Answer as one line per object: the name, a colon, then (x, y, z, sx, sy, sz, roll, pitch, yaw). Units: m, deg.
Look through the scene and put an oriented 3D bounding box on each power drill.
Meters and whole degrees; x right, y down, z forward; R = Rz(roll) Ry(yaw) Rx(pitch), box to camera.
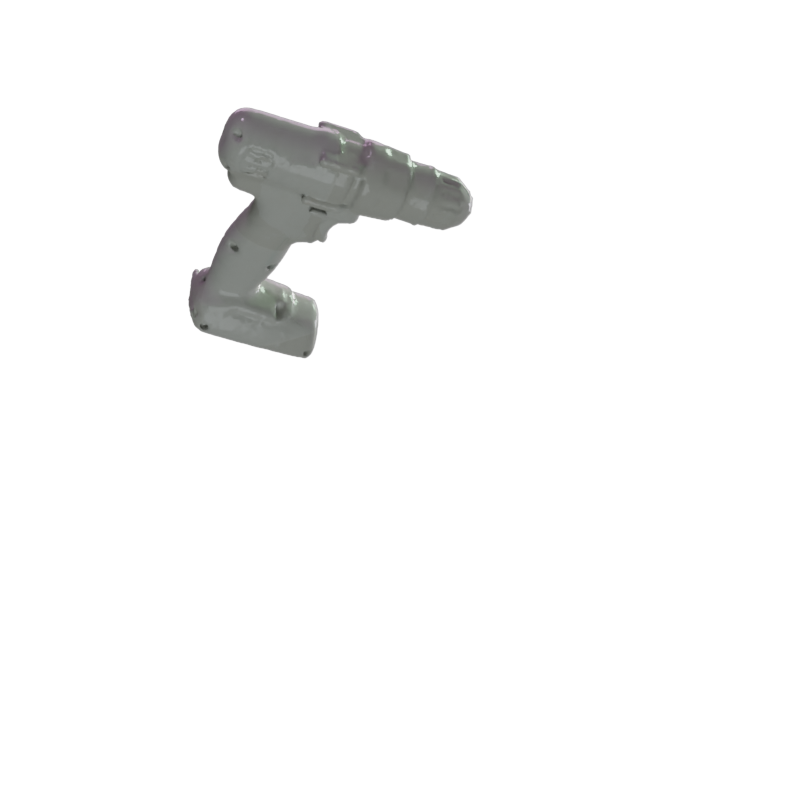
power drill: (-0.063, -0.115, 0.806, 0.179, 0.180, 0.062, 17, 39, -15)
